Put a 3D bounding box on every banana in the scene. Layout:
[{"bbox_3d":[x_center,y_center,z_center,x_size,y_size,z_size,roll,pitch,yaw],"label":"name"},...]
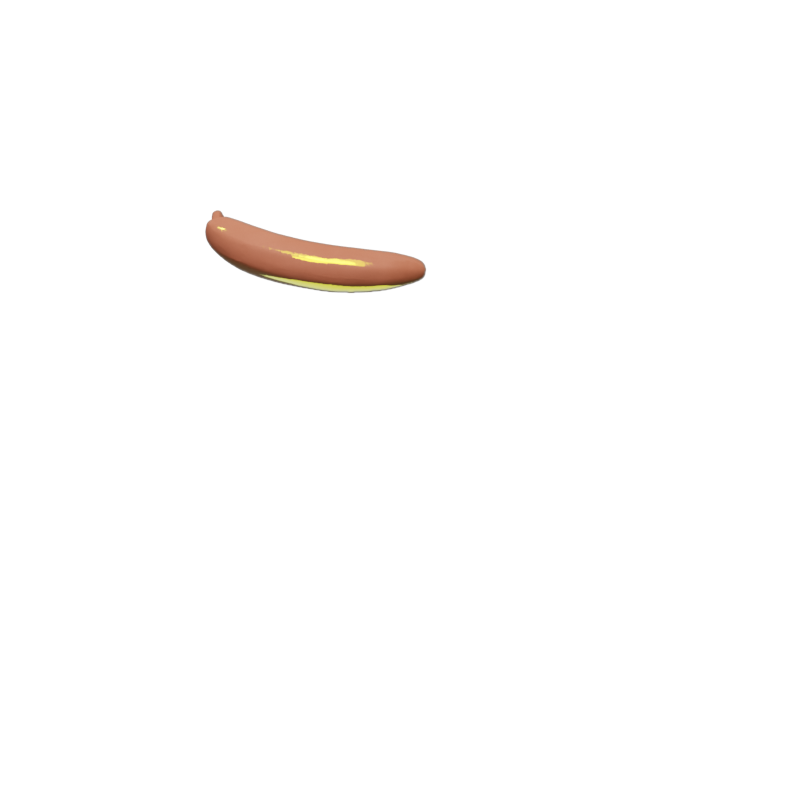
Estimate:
[{"bbox_3d":[-0.081,-0.118,0.884,0.206,0.034,0.072,18,42,21],"label":"banana"}]
